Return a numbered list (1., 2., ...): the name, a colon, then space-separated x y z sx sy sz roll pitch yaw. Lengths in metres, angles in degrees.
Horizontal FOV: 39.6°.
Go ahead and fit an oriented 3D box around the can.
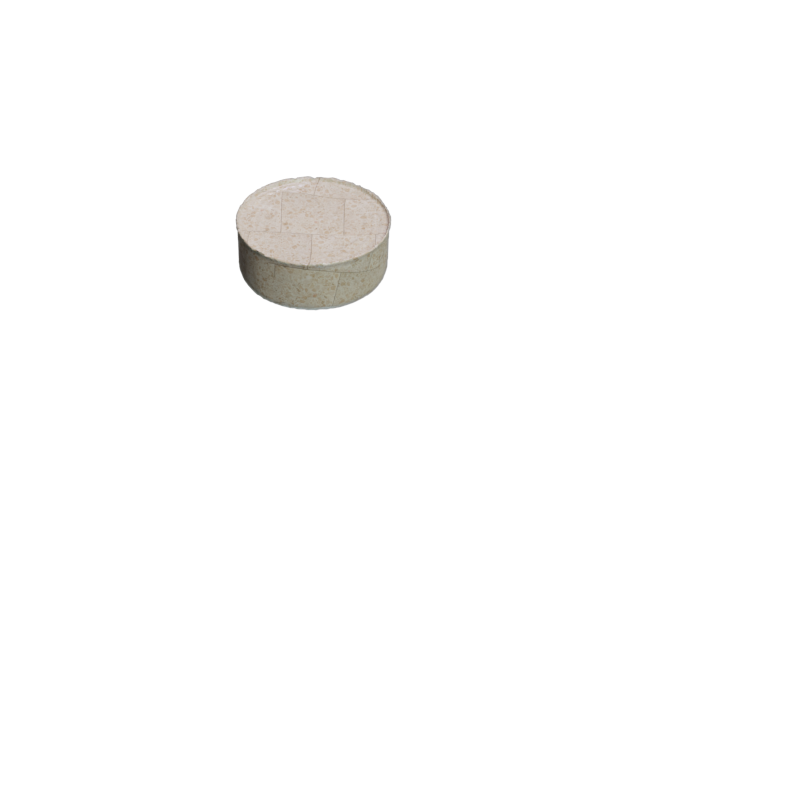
1. can: -0.049 -0.089 0.621 0.086 0.031 0.092 -1 41 -2
